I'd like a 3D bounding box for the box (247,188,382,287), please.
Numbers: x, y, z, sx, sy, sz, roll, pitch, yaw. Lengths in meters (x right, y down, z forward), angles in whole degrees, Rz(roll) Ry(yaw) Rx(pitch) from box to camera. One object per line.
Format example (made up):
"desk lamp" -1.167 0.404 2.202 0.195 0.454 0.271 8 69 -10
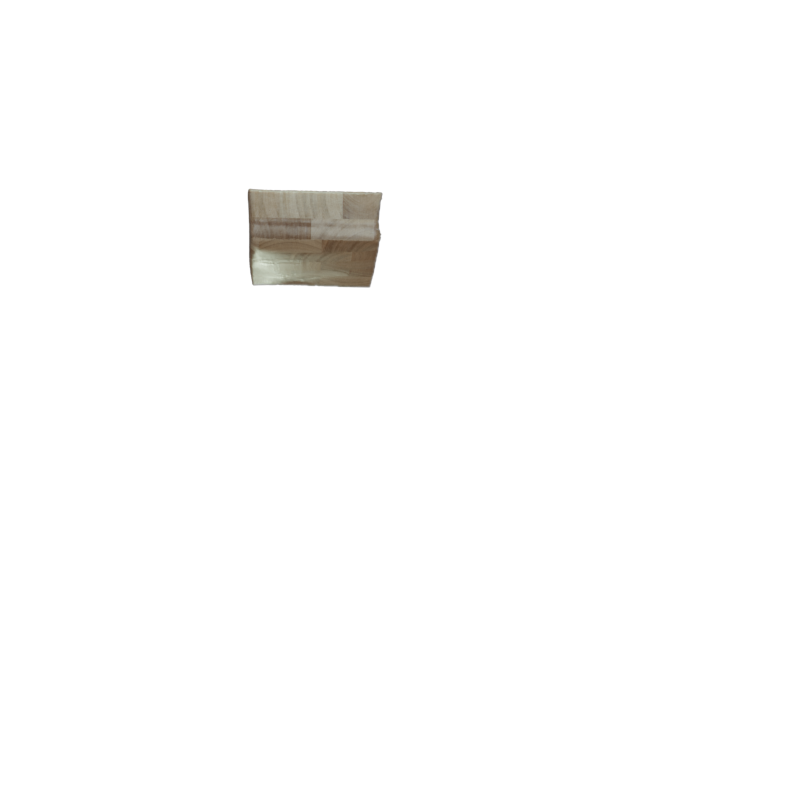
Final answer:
"box" -0.061 -0.111 0.775 0.089 0.040 0.110 1 -11 -4
